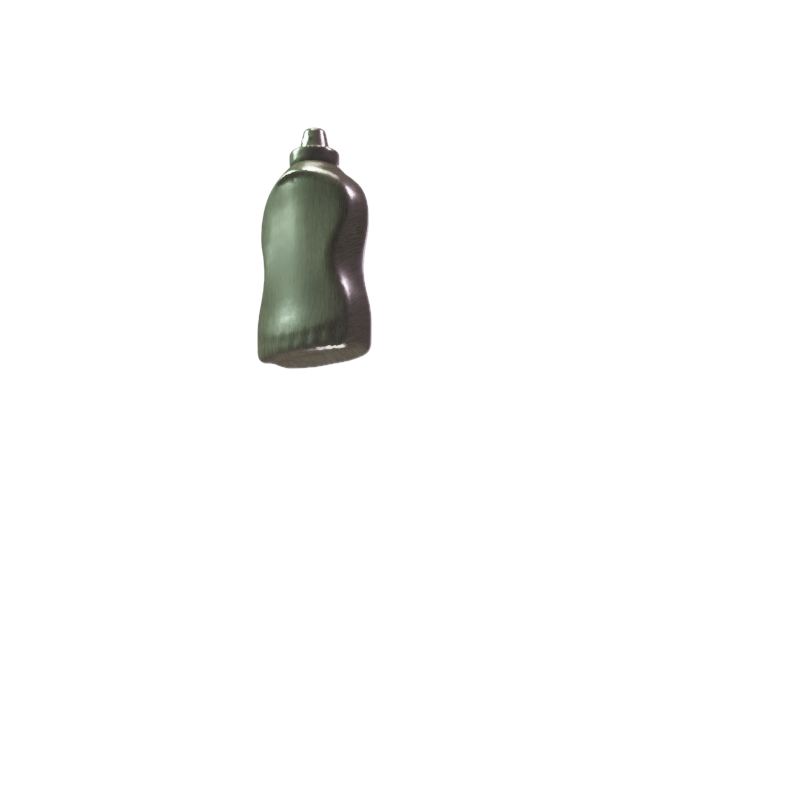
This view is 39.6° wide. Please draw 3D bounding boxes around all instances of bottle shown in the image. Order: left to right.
[{"bbox_3d":[-0.069,-0.126,0.882,0.098,0.200,0.055,-15,-21,39],"label":"bottle"}]
